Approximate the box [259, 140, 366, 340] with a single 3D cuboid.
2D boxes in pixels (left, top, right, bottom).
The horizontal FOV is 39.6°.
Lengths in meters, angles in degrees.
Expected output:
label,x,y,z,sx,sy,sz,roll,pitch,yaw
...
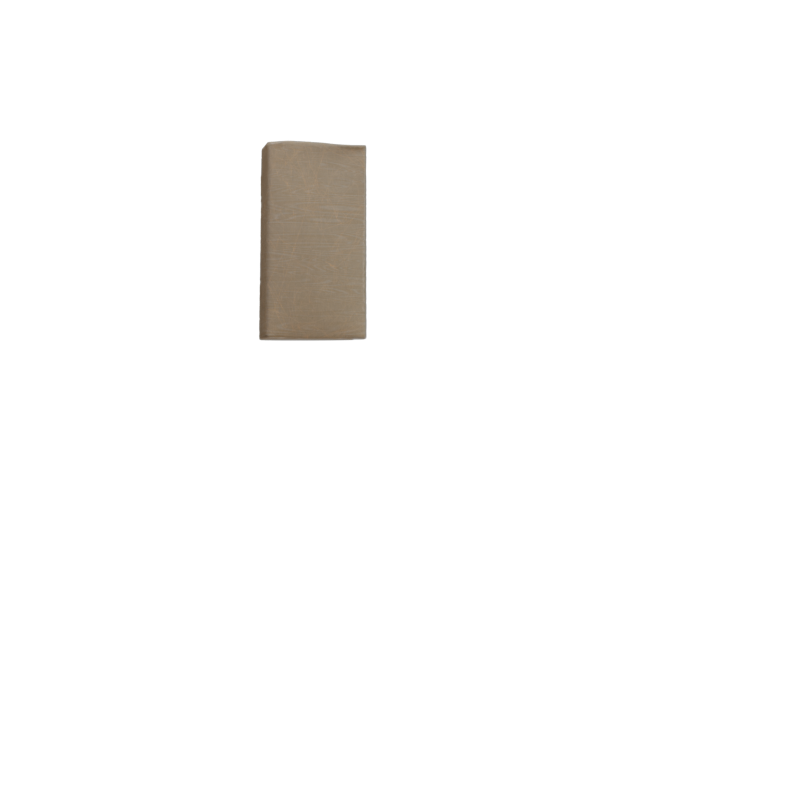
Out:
label,x,y,z,sx,sy,sz,roll,pitch,yaw
box,-0.078,-0.142,0.992,0.092,0.179,0.048,1,-5,-13
